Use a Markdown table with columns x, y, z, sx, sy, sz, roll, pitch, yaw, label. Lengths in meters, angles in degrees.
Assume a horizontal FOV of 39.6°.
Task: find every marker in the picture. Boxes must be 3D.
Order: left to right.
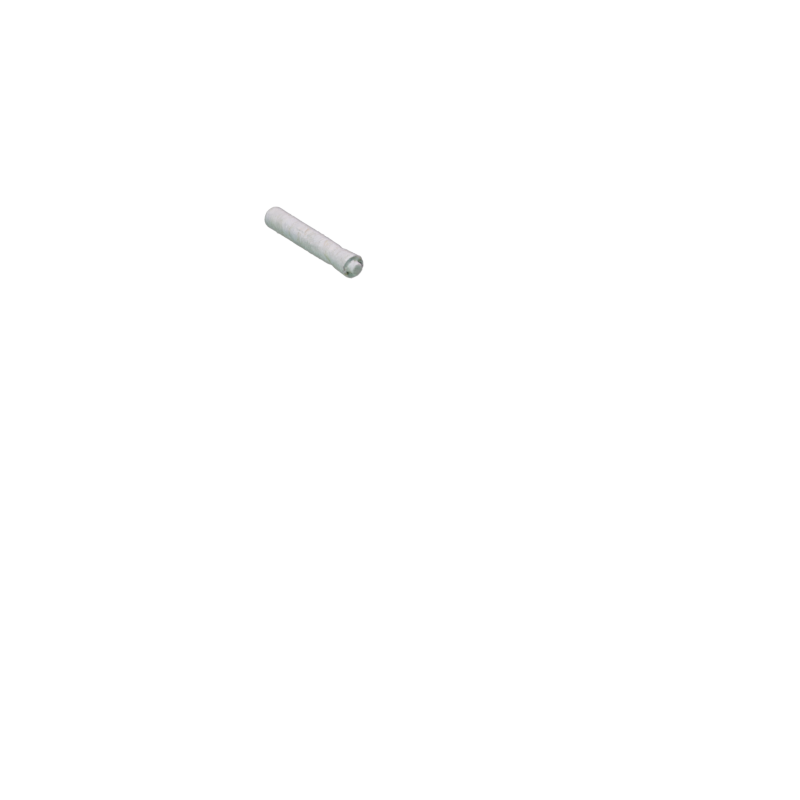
| x | y | z | sx | sy | sz | roll | pitch | yaw | label |
| --- | --- | --- | --- | --- | --- | --- | --- | --- | --- |
| -0.068 | -0.123 | 0.865 | 0.019 | 0.019 | 0.130 | -3 | 26 | -37 | marker |
